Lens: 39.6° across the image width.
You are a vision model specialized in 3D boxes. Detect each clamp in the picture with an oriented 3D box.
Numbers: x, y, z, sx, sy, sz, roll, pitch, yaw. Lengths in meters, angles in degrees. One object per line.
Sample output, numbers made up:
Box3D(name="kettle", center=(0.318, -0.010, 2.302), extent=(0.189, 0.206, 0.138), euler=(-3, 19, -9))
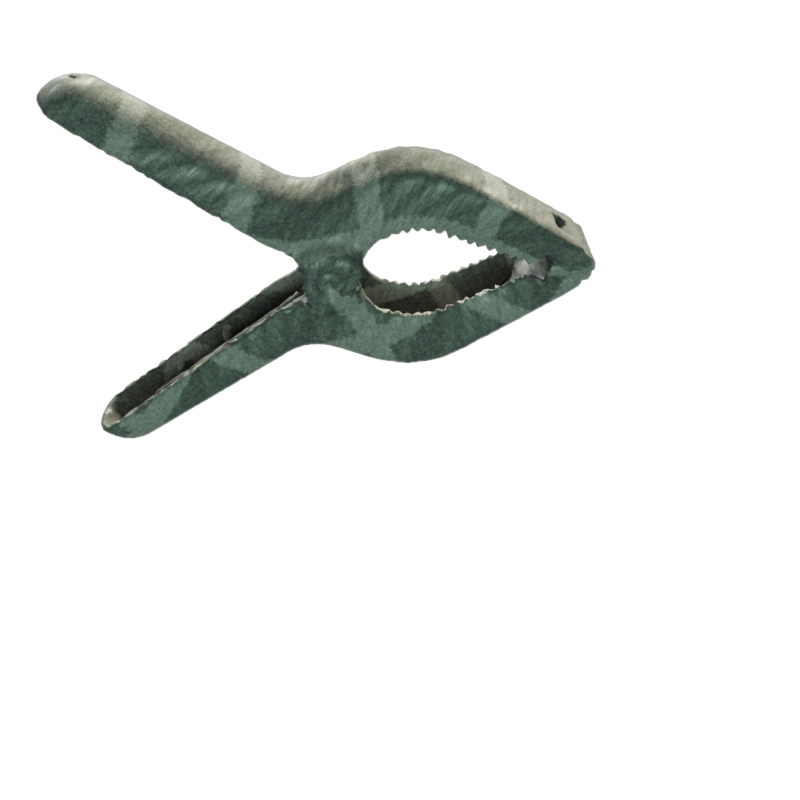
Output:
Box3D(name="clamp", center=(-0.034, -0.061, 0.429), extent=(0.211, 0.153, 0.039), euler=(-7, 36, 5))
